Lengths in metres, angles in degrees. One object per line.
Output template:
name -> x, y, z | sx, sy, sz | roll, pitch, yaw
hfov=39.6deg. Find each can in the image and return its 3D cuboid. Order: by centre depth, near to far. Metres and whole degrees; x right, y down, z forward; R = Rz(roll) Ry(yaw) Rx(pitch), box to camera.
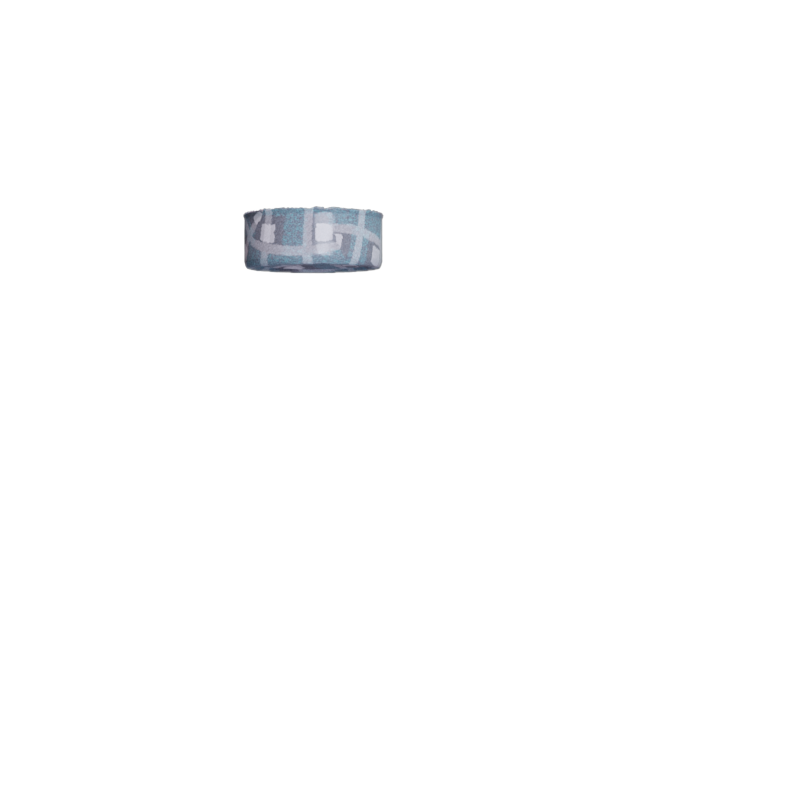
can -> -0.053, -0.097, 0.678 | 0.086, 0.034, 0.086 | 0, 2, -2
